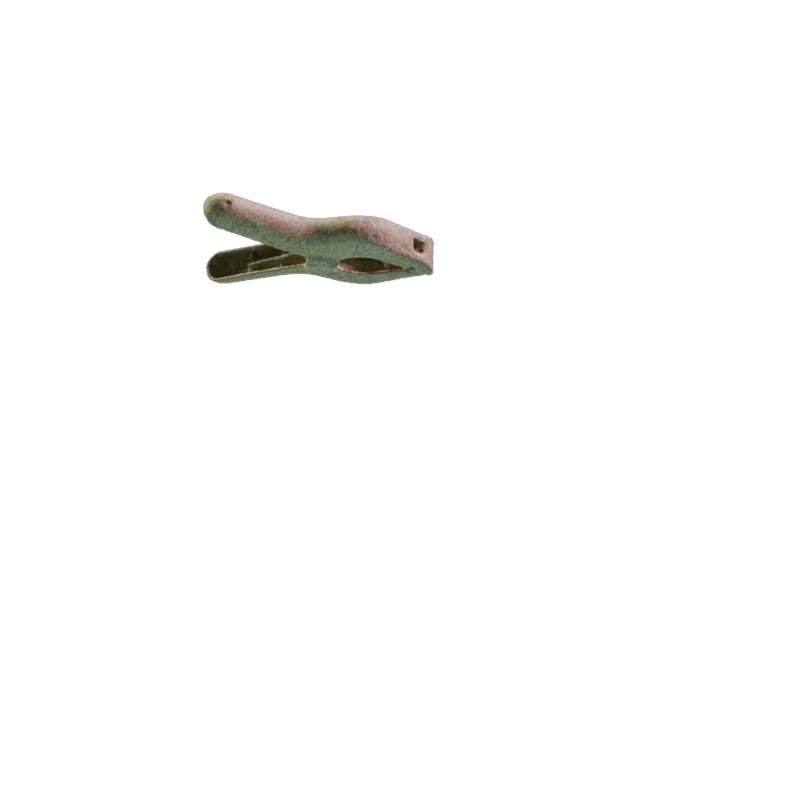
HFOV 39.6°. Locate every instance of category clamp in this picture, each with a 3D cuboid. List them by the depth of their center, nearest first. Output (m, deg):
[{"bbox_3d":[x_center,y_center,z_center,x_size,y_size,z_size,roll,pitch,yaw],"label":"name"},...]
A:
[{"bbox_3d":[-0.062,-0.112,0.786,0.172,0.041,0.115,-1,-12,3],"label":"clamp"}]
